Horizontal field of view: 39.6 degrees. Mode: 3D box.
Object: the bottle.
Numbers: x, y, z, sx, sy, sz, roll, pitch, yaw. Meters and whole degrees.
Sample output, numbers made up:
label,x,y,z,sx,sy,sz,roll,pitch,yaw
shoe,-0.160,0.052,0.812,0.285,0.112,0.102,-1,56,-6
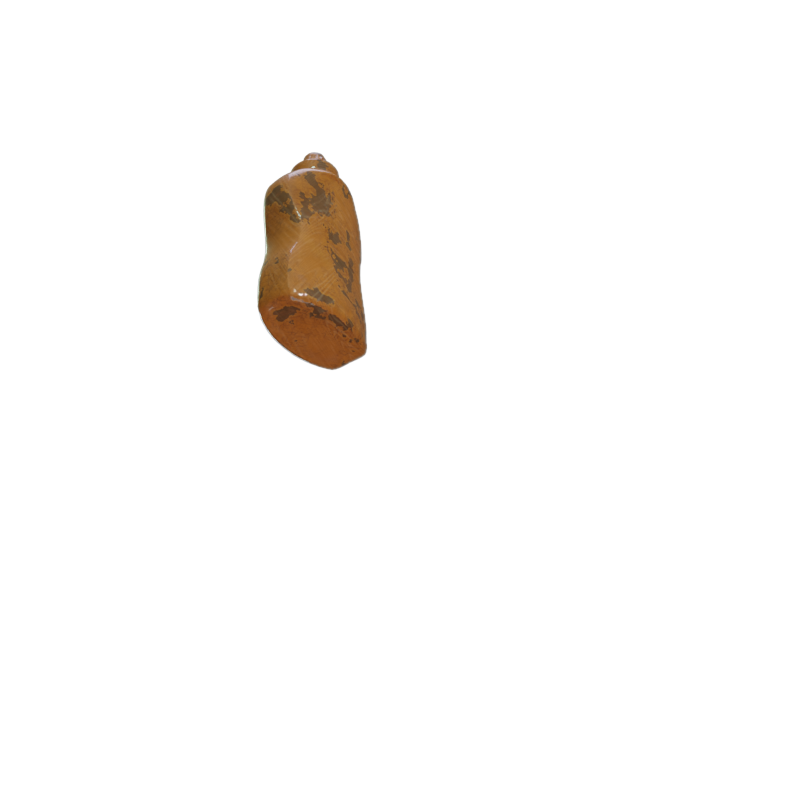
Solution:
label,x,y,z,sx,sy,sz,roll,pitch,yaw
bottle,-0.067,-0.124,0.866,0.058,0.206,0.089,-29,-47,27
